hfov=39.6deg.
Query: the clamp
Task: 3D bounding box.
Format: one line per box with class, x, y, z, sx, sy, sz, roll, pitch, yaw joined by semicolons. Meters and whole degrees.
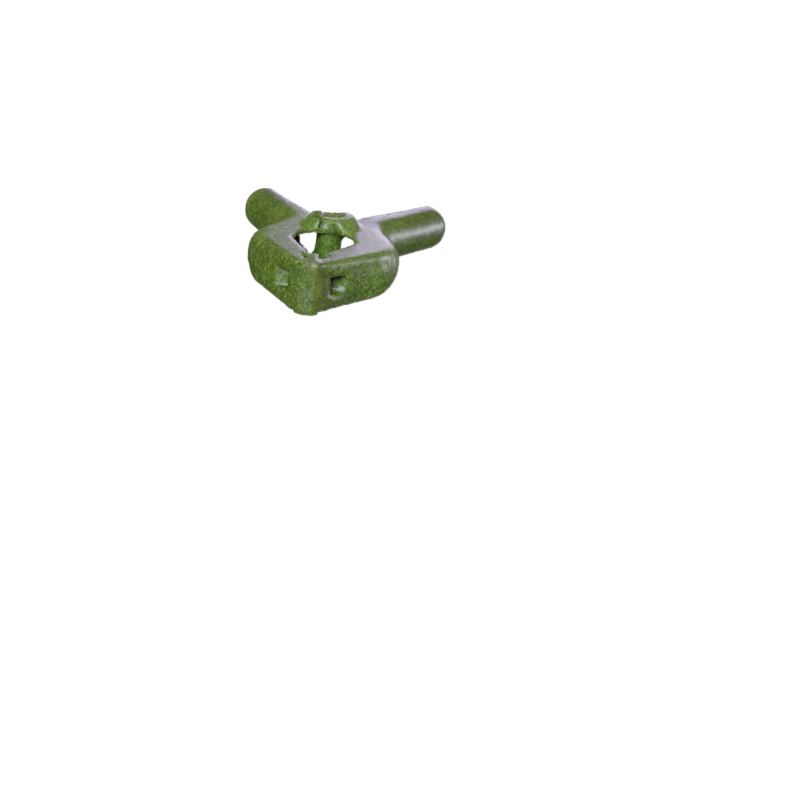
clamp;-0.048;-0.087;0.610;0.123;0.038;0.174;4;19;13
